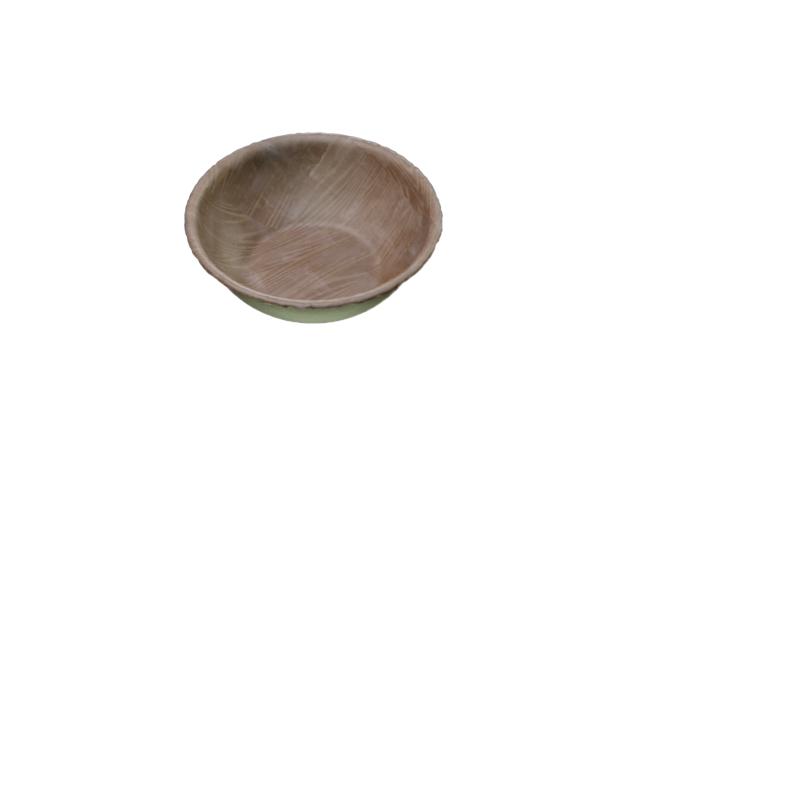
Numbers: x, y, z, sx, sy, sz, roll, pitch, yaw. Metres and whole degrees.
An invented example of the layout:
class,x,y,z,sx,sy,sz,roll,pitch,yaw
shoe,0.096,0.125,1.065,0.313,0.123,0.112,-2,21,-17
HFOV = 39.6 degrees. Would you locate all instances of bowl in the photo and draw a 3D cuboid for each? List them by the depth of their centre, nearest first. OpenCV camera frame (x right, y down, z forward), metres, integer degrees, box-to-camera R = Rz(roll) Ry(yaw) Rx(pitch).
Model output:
class,x,y,z,sx,sy,sz,roll,pitch,yaw
bowl,-0.056,-0.101,0.710,0.162,0.174,0.051,-1,-42,-1
